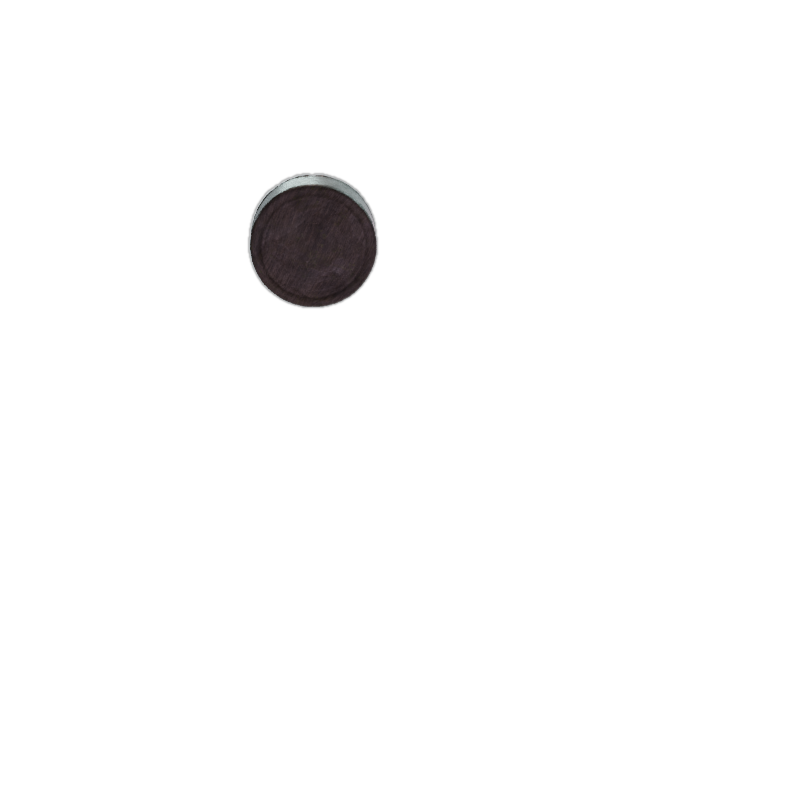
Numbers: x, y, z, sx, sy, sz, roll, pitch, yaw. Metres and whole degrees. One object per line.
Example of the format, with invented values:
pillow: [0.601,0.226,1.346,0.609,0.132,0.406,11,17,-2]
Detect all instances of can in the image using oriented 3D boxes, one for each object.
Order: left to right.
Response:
can: [-0.058,-0.106,0.740,0.086,0.083,0.035,0,17,-1]
